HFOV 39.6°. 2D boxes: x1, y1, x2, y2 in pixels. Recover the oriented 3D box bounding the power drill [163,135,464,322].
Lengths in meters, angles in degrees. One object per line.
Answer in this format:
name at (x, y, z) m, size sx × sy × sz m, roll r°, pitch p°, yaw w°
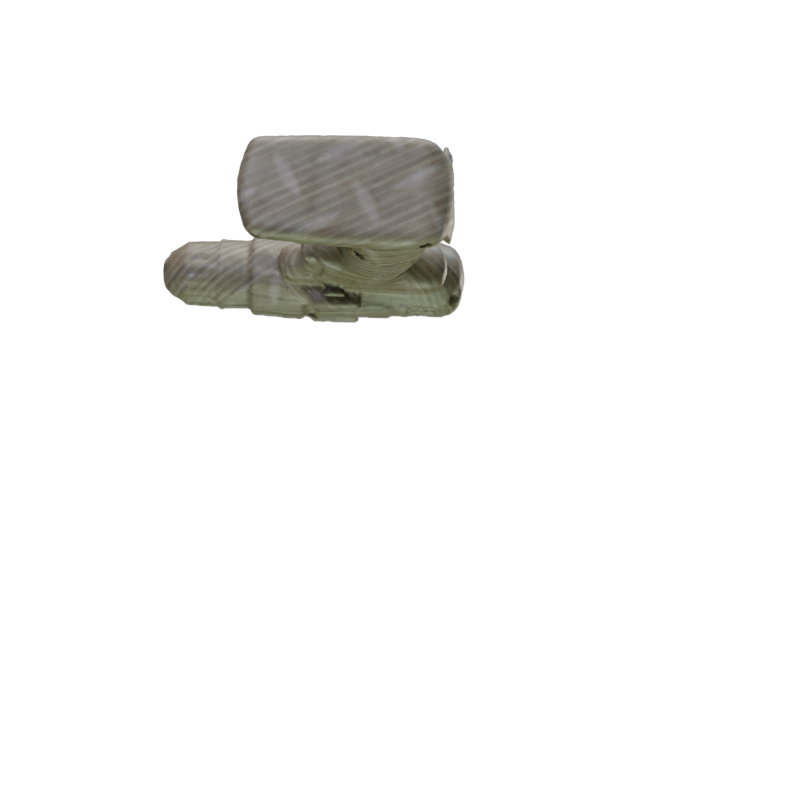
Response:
power drill at (-0.048, -0.088, 0.619) m, size 0.184 × 0.059 × 0.182 m, roll 0°, pitch -9°, yaw -2°
